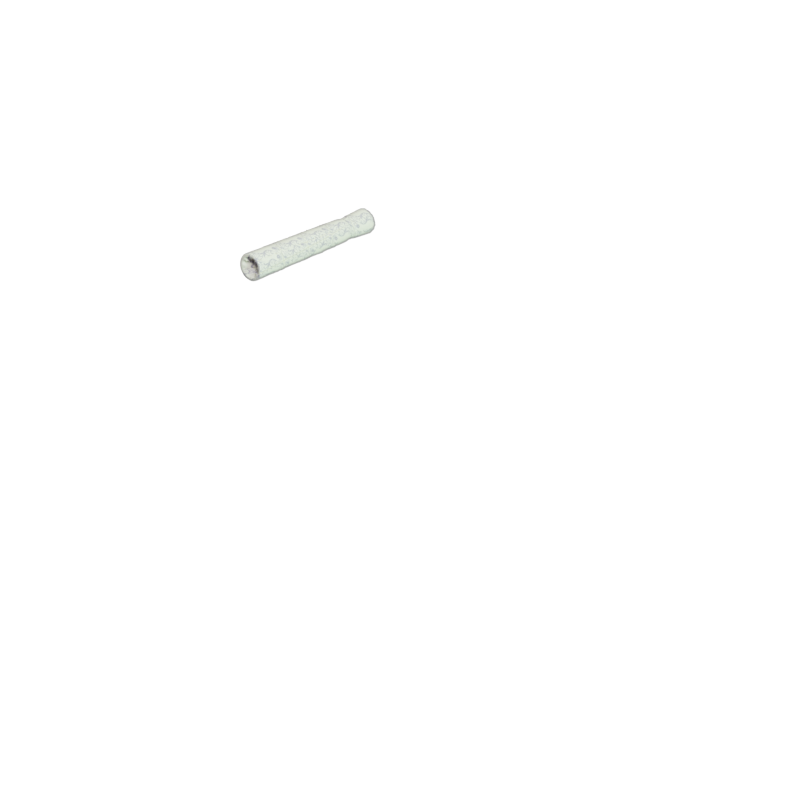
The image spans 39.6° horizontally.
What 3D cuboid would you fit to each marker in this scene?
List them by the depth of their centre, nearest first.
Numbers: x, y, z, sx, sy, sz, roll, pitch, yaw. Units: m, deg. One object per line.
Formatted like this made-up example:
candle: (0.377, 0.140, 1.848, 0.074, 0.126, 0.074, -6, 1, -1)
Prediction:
marker: (-0.058, -0.106, 0.745, 0.021, 0.019, 0.120, 3, 24, 41)
